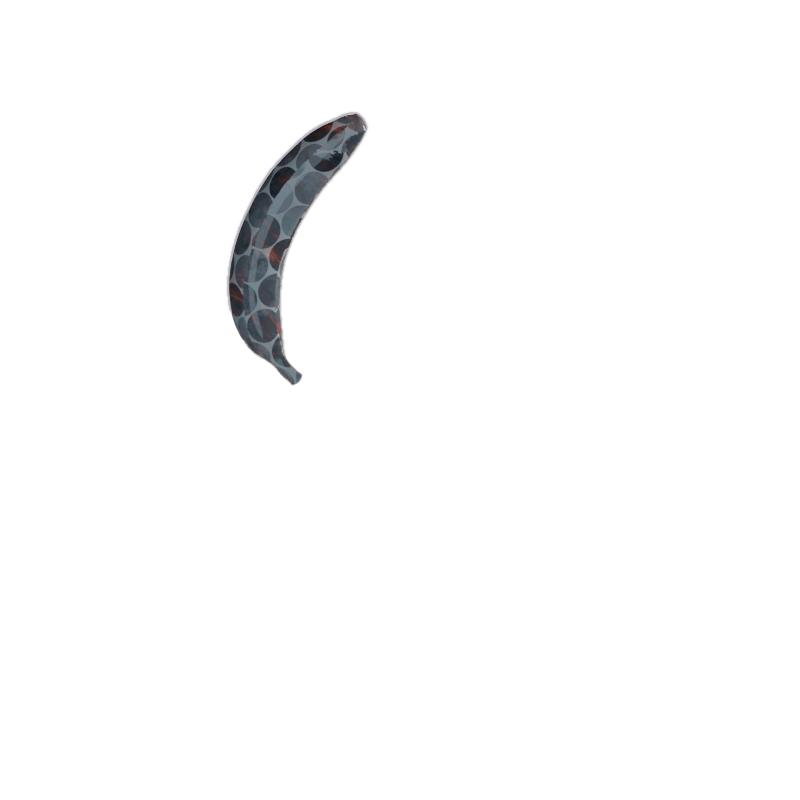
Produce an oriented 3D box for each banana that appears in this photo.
[{"bbox_3d":[-0.080,-0.112,0.779,0.069,0.192,0.038,14,14,-5],"label":"banana"}]
